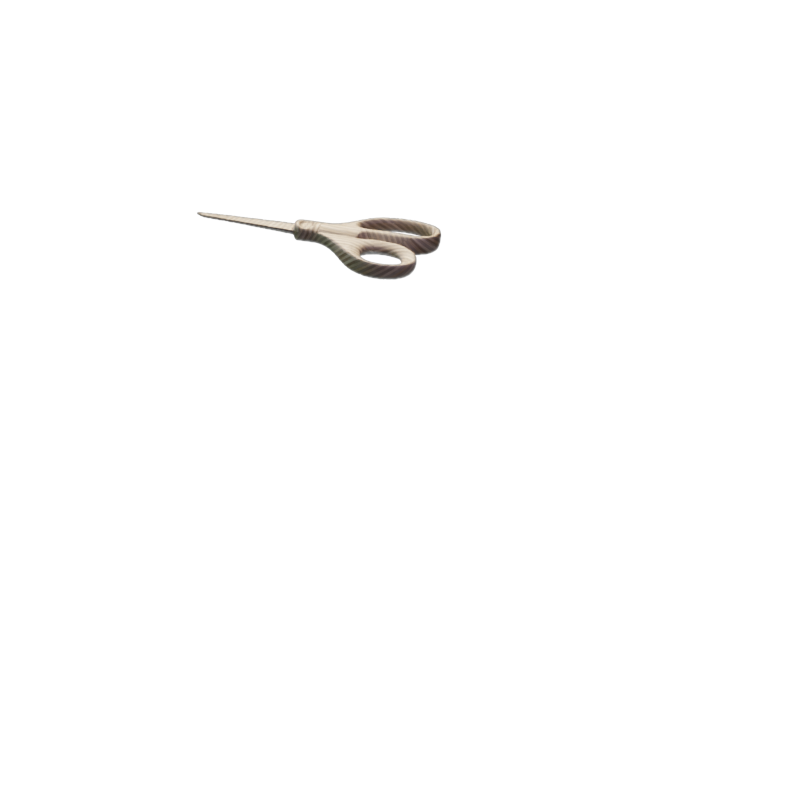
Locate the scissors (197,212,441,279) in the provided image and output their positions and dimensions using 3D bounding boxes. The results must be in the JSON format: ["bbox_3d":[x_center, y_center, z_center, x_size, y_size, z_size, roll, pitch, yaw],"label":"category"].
[{"bbox_3d":[-0.069,-0.126,0.880,0.203,0.015,0.102,2,32,3],"label":"scissors"}]
